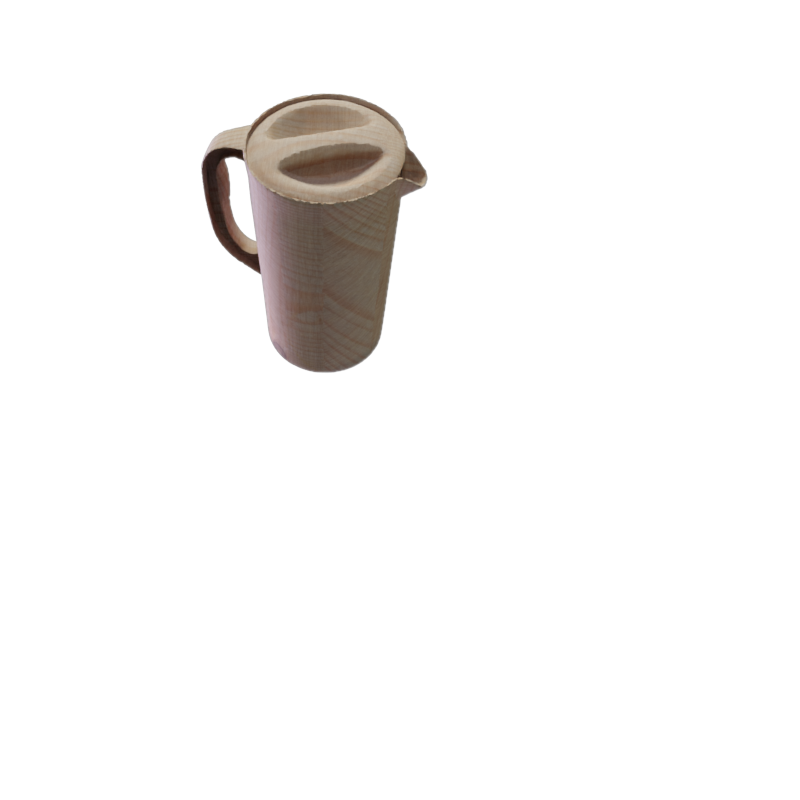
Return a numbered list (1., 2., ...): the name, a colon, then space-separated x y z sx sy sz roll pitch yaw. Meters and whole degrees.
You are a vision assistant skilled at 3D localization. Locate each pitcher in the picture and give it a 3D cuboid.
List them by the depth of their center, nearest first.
1. pitcher: -0.076 -0.138 0.968 0.144 0.160 0.226 -25 -34 -22
